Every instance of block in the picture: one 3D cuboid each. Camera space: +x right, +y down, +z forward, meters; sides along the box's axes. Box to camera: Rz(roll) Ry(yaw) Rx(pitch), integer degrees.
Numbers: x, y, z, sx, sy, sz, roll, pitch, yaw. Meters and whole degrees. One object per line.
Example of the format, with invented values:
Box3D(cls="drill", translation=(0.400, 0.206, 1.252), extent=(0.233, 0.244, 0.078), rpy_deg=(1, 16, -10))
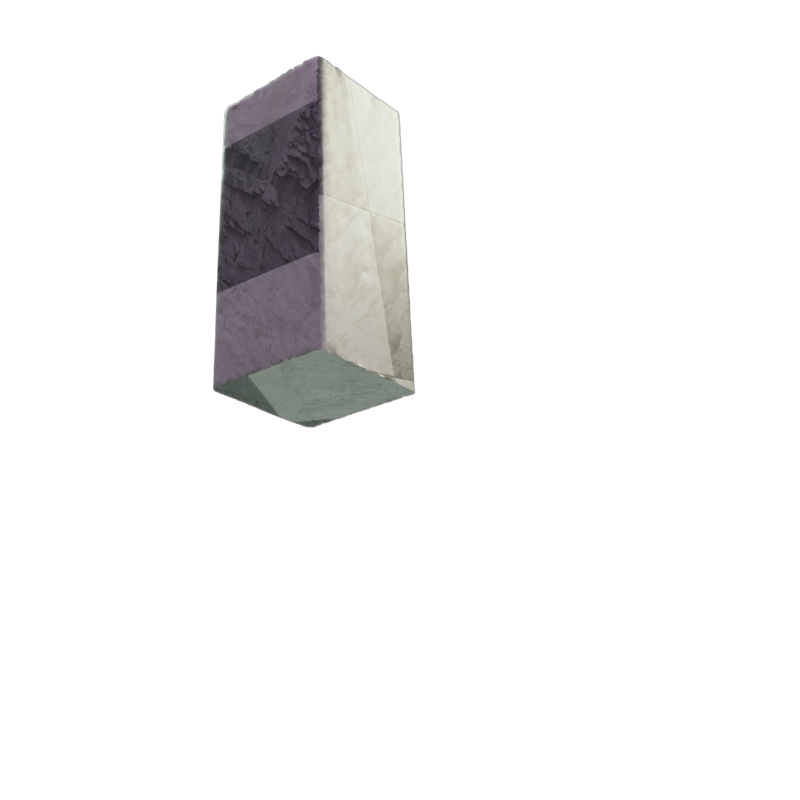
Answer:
Box3D(cls="block", translation=(-0.056, -0.101, 0.709), extent=(0.091, 0.219, 0.084), rpy_deg=(-23, -34, 34))
